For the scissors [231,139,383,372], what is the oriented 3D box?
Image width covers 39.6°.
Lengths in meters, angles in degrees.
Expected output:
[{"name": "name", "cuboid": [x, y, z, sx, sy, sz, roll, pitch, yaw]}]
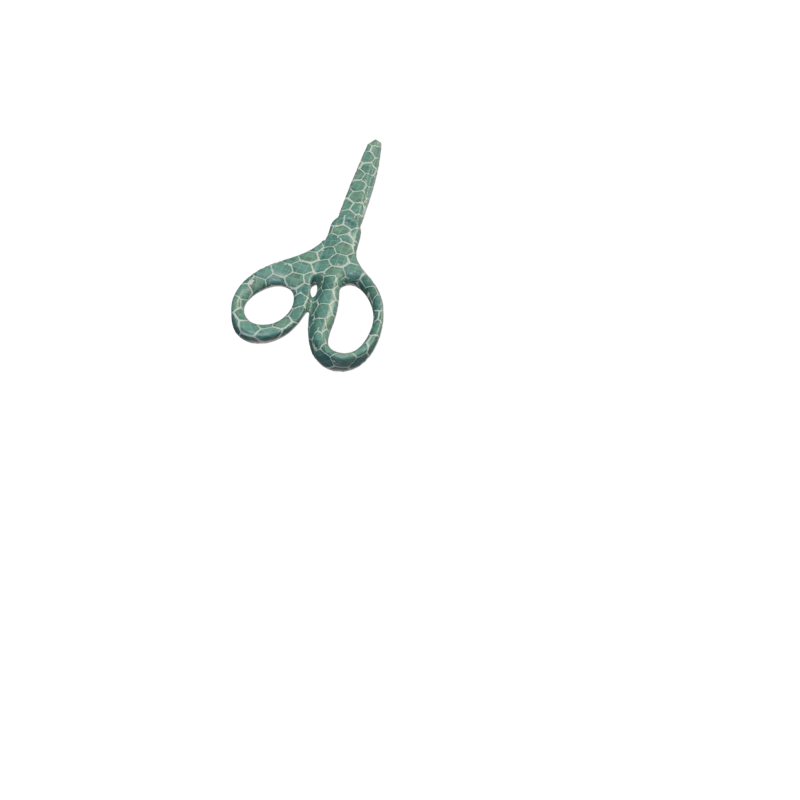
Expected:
[{"name": "scissors", "cuboid": [-0.053, -0.097, 0.678, 0.096, 0.217, 0.015, -3, -44, -3]}]
